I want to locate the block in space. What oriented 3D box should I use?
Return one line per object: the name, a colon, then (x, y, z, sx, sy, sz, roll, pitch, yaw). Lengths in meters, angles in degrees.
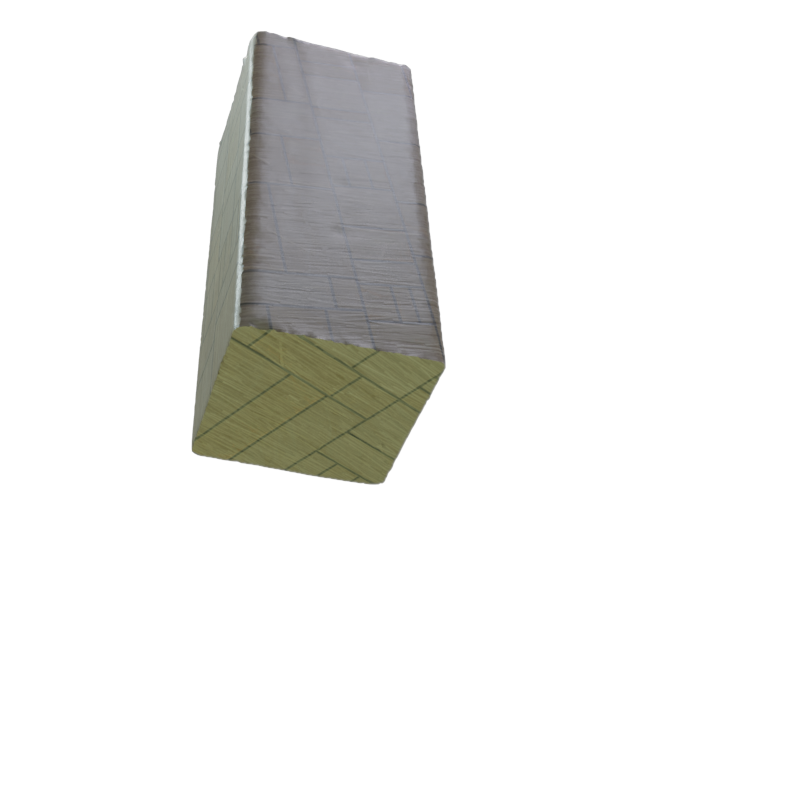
block: (-0.043, -0.076, 0.535, 0.088, 0.221, 0.086, 10, -44, -14)
